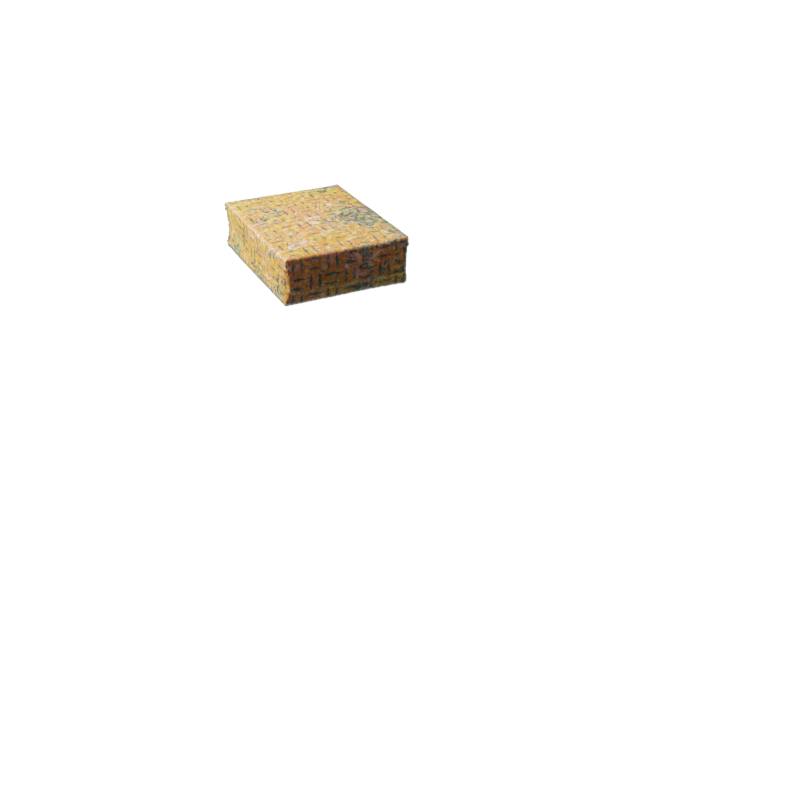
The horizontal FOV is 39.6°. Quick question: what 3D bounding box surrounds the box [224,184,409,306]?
[{"bbox_3d":[-0.059,-0.108,0.760,0.088,0.037,0.122,-13,30,-24],"label":"box"}]
